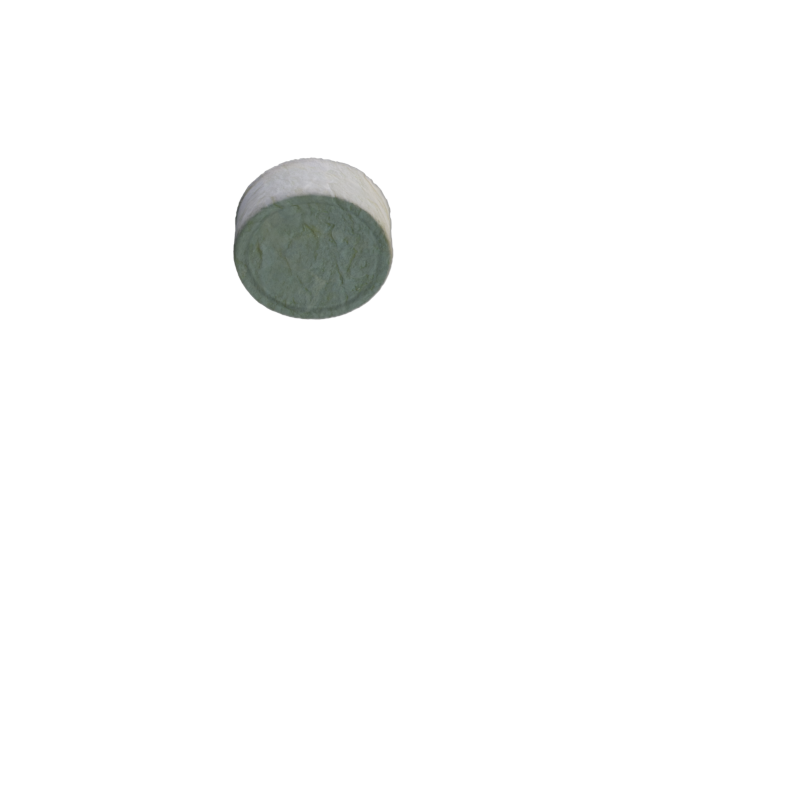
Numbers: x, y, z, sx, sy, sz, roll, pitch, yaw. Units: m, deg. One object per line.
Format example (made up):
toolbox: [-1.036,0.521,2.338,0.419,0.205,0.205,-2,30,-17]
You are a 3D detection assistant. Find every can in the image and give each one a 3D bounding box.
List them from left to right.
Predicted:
can: [-0.046,-0.085,0.594,0.086,0.080,0.036,1,39,-1]
